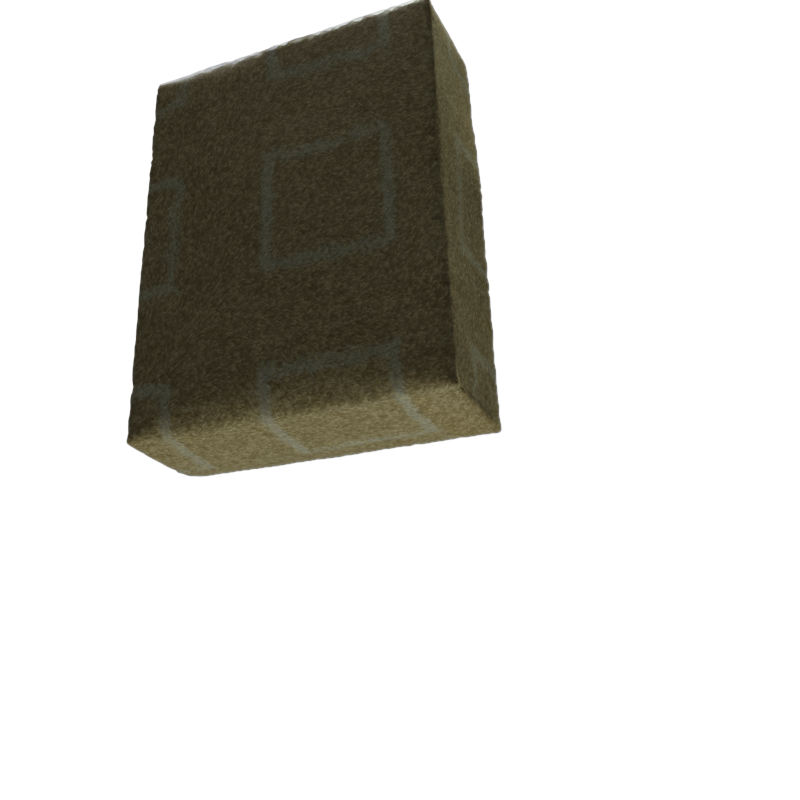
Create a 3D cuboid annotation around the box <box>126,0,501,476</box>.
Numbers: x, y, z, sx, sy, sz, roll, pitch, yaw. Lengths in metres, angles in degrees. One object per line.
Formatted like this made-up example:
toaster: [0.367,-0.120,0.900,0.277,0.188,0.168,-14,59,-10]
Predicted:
box: [-0.044,-0.080,0.557,0.166,0.227,0.066,-13,-30,20]
